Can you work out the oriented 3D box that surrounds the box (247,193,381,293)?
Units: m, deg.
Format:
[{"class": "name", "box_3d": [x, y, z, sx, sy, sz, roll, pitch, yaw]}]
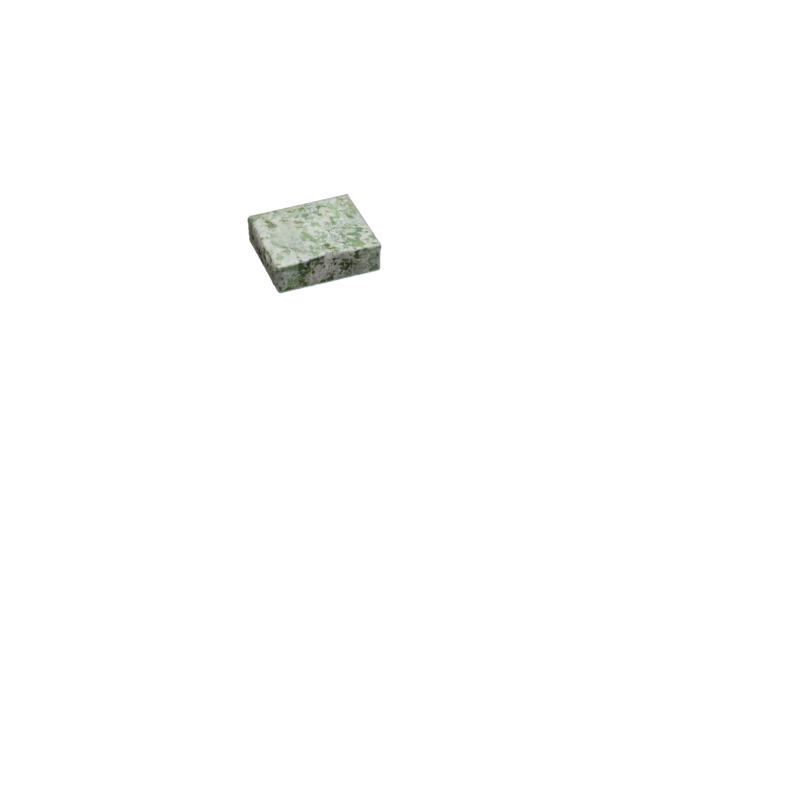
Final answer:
[{"class": "box", "box_3d": [-0.069, -0.126, 0.884, 0.088, 0.028, 0.079, -15, 44, -16]}]
